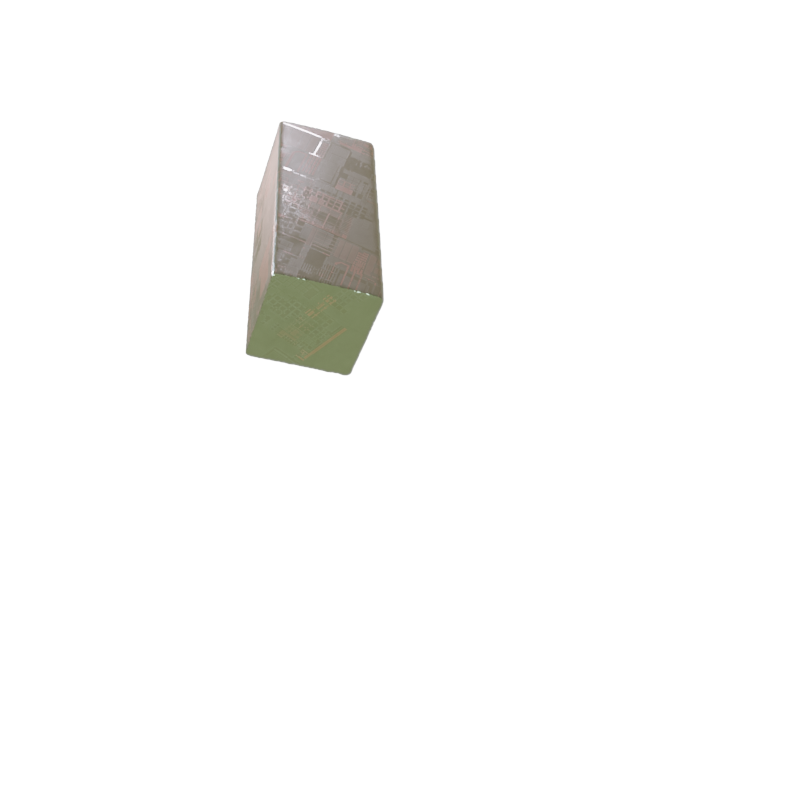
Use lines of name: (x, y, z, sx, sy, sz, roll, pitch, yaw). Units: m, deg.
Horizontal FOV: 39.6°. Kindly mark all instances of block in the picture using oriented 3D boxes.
block: (-0.072, -0.133, 0.932, 0.088, 0.086, 0.221, 12, 42, -14)
